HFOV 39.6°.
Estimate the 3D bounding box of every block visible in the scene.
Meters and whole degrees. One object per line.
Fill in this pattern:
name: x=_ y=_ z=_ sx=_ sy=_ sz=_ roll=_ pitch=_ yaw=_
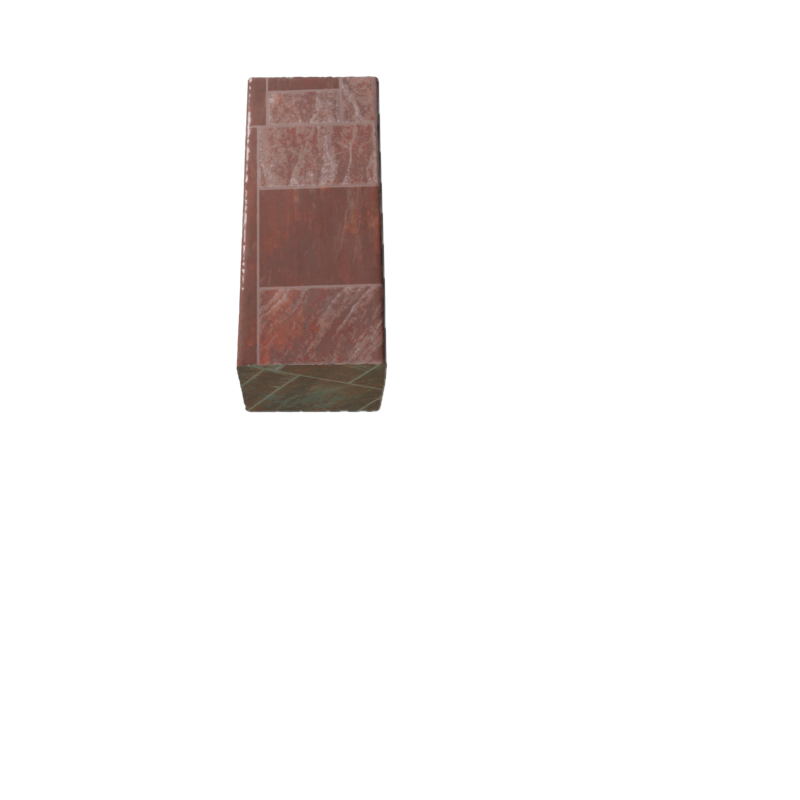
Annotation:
block: x=-0.057 y=-0.105 z=0.734 sx=0.091 sy=0.218 sz=0.085 roll=-1 pitch=-25 yaw=-2
